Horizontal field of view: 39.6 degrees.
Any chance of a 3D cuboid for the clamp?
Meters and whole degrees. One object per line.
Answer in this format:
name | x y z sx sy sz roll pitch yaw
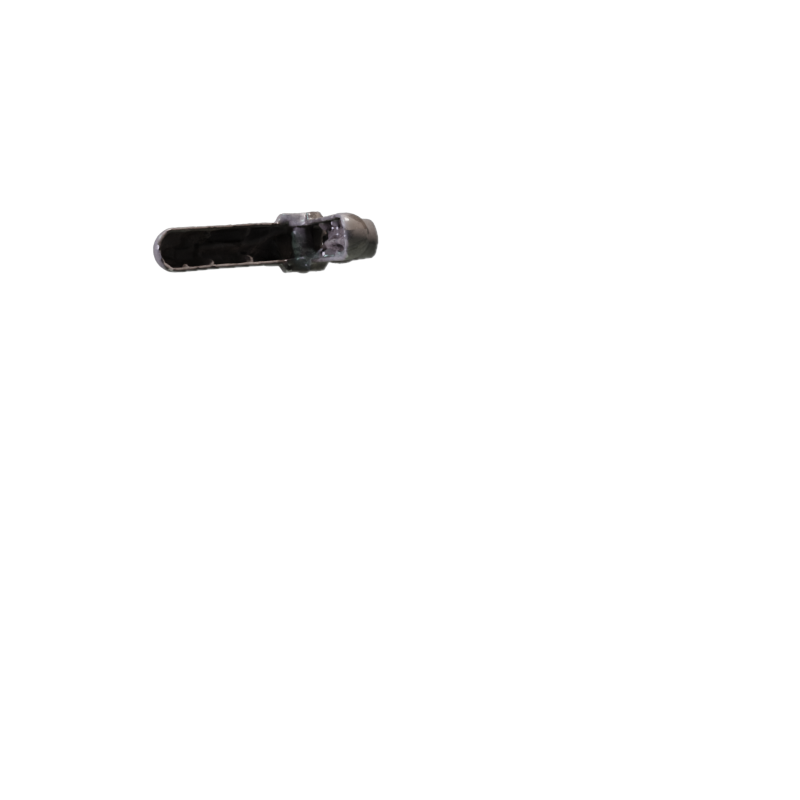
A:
clamp | -0.051 -0.093 0.651 0.124 0.038 0.169 5 12 24
